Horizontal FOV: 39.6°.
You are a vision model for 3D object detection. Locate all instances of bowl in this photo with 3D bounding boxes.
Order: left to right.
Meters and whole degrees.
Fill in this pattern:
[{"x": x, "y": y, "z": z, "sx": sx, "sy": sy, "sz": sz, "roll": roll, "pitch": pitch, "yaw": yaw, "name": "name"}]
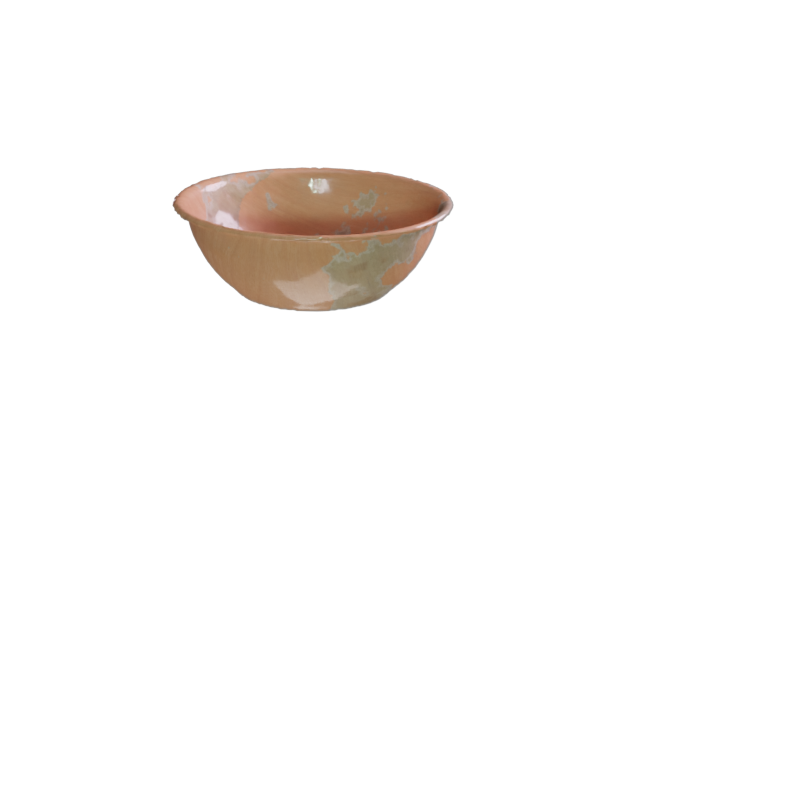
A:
[{"x": -0.051, "y": -0.093, "z": 0.648, "sx": 0.162, "sy": 0.053, "sz": 0.170, "roll": -1, "pitch": 23, "yaw": -2, "name": "bowl"}]
